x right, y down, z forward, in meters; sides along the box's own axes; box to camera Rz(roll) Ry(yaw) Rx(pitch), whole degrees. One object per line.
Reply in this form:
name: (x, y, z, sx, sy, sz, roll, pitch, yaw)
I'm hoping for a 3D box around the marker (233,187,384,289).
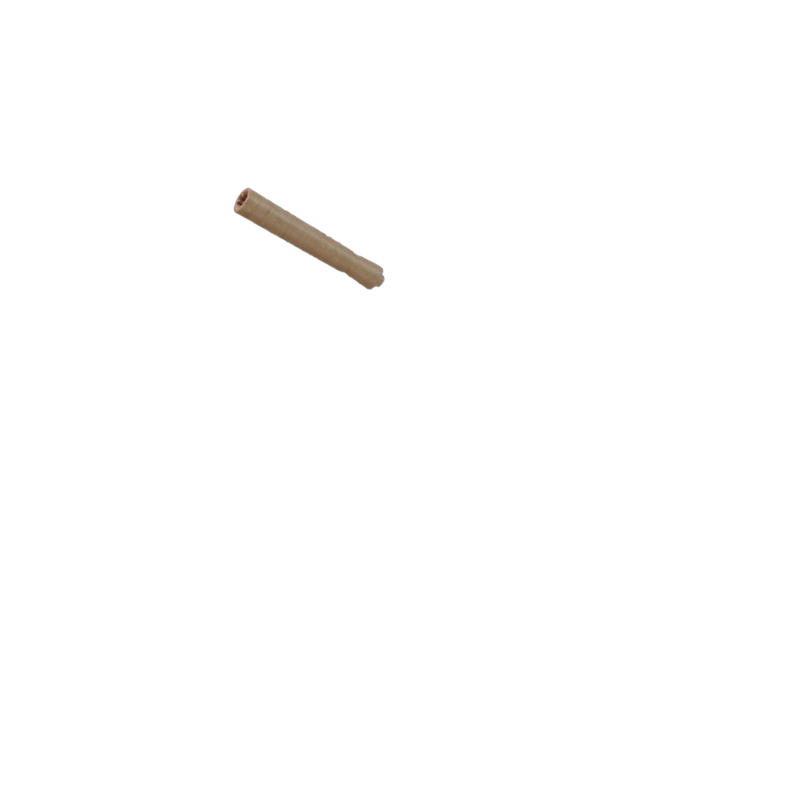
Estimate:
marker: (-0.059, -0.108, 0.757, 0.115, 0.020, 0.020, 28, -10, -25)
